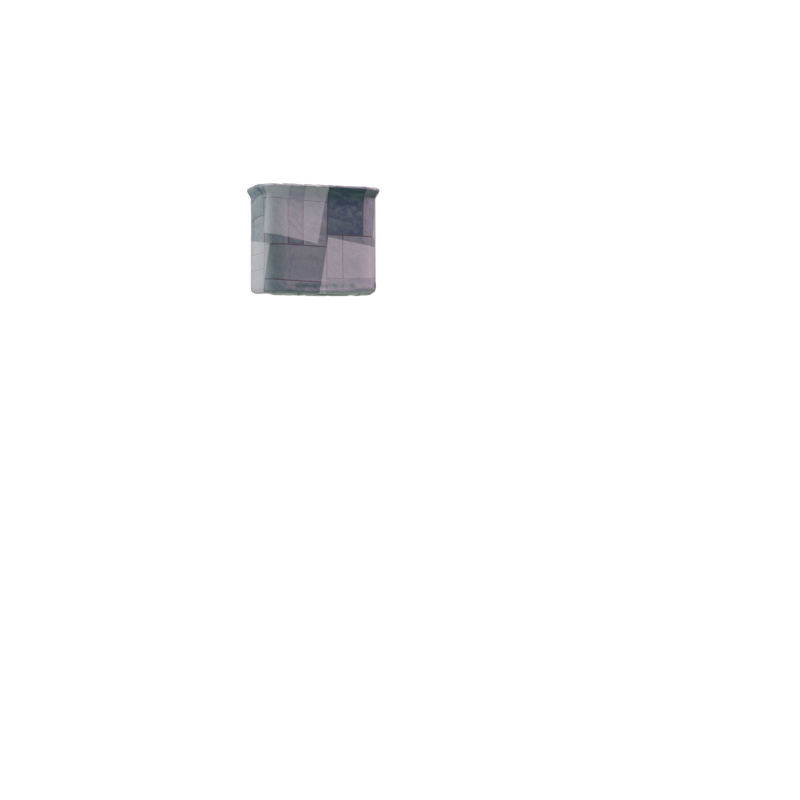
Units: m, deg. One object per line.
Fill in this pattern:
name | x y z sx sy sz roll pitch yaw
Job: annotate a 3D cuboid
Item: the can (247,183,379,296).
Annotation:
can | -0.068 -0.124 0.871 0.099 0.085 0.059 0 -2 -21
